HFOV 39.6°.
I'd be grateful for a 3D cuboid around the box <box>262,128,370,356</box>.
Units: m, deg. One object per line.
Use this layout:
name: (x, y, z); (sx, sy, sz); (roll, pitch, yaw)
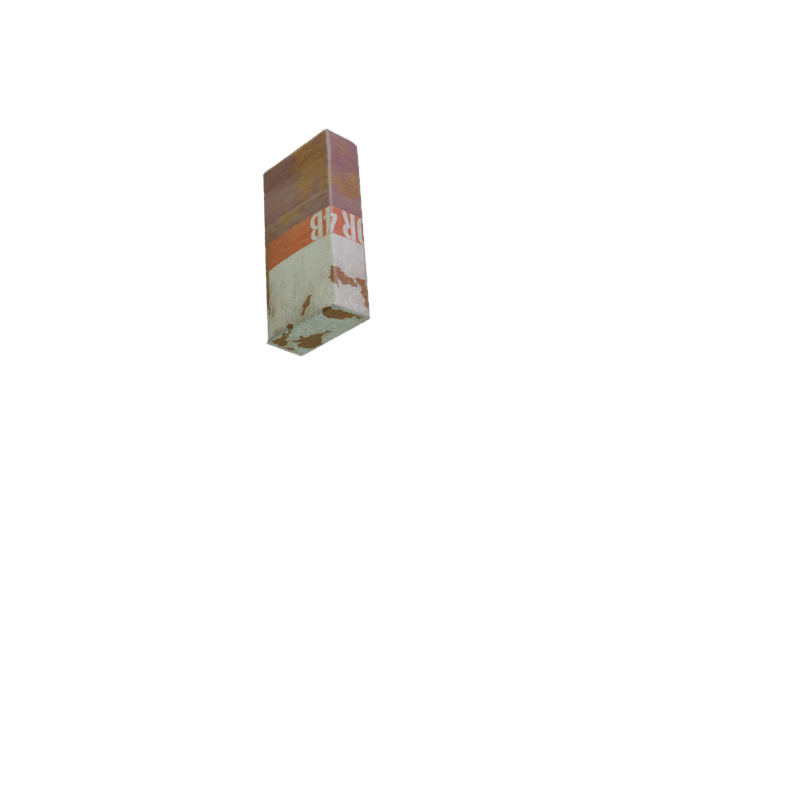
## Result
box: (-0.075, -0.137, 0.959); (0.045, 0.188, 0.093); (23, -38, -38)
